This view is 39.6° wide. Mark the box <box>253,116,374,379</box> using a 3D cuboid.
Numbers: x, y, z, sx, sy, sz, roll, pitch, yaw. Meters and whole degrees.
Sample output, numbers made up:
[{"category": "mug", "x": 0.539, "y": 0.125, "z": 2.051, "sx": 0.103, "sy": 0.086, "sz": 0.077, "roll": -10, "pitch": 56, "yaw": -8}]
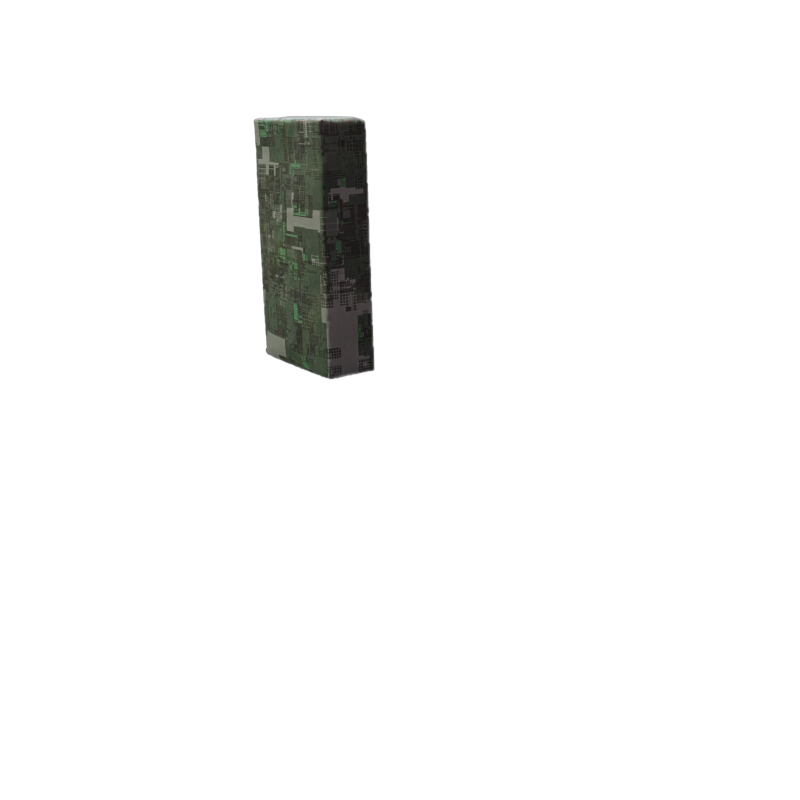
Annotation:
[{"category": "box", "x": -0.061, "y": -0.112, "z": 0.782, "sx": 0.047, "sy": 0.173, "sz": 0.098, "roll": -5, "pitch": 11, "yaw": -34}]
